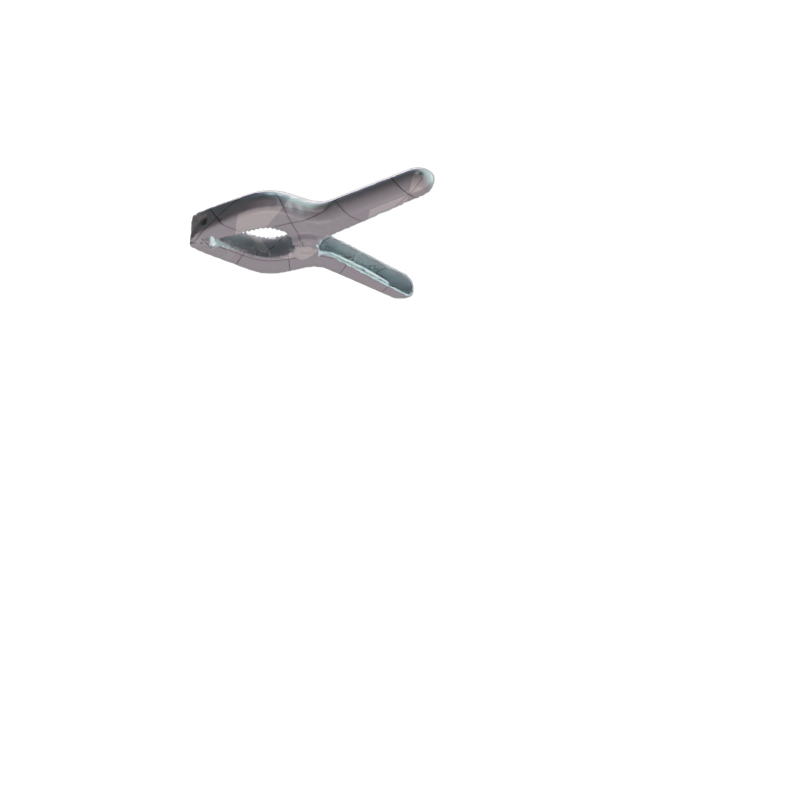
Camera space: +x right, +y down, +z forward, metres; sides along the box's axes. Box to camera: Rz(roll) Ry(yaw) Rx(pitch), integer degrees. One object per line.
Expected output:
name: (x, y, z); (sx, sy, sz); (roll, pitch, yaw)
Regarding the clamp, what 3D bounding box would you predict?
clamp: (-0.076, -0.138, 0.969); (0.211, 0.039, 0.153); (-2, -35, 3)
